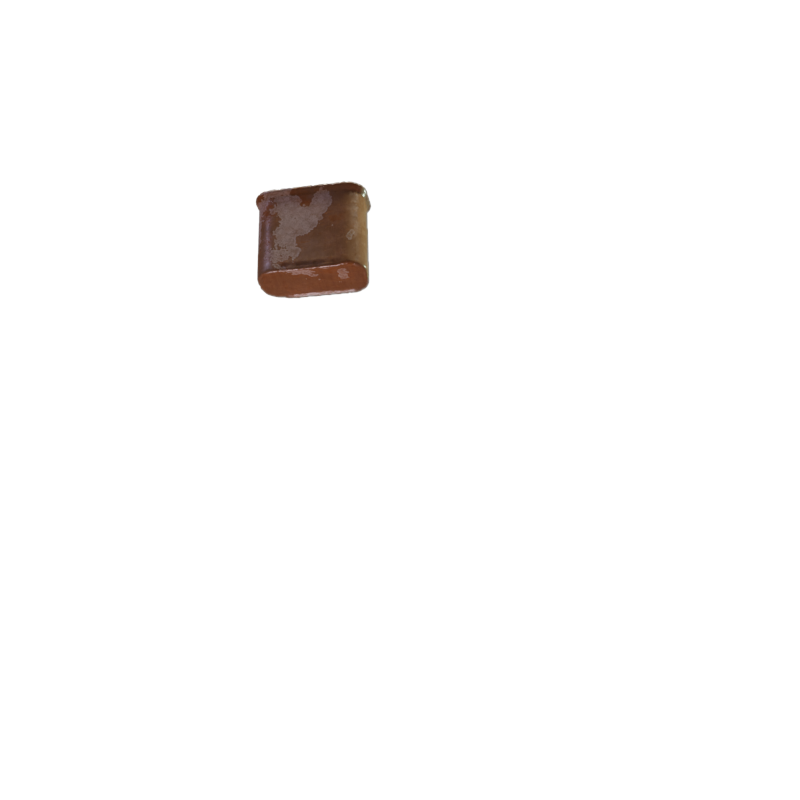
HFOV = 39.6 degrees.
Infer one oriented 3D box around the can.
[{"bbox_3d":[-0.077,-0.140,0.983,0.103,0.089,0.053,-6,-29,9],"label":"can"}]
